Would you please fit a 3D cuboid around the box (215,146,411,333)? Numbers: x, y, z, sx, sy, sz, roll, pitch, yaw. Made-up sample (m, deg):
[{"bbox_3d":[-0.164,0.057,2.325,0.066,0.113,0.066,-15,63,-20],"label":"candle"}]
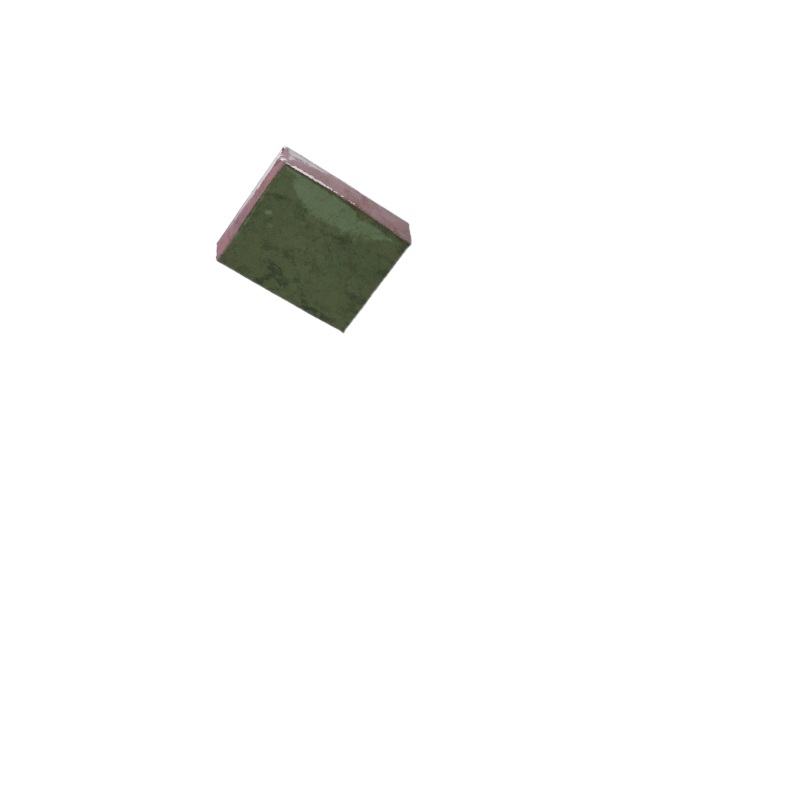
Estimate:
[{"bbox_3d":[-0.062,-0.113,0.790,0.110,0.088,0.041,32,21,-15],"label":"box"}]
